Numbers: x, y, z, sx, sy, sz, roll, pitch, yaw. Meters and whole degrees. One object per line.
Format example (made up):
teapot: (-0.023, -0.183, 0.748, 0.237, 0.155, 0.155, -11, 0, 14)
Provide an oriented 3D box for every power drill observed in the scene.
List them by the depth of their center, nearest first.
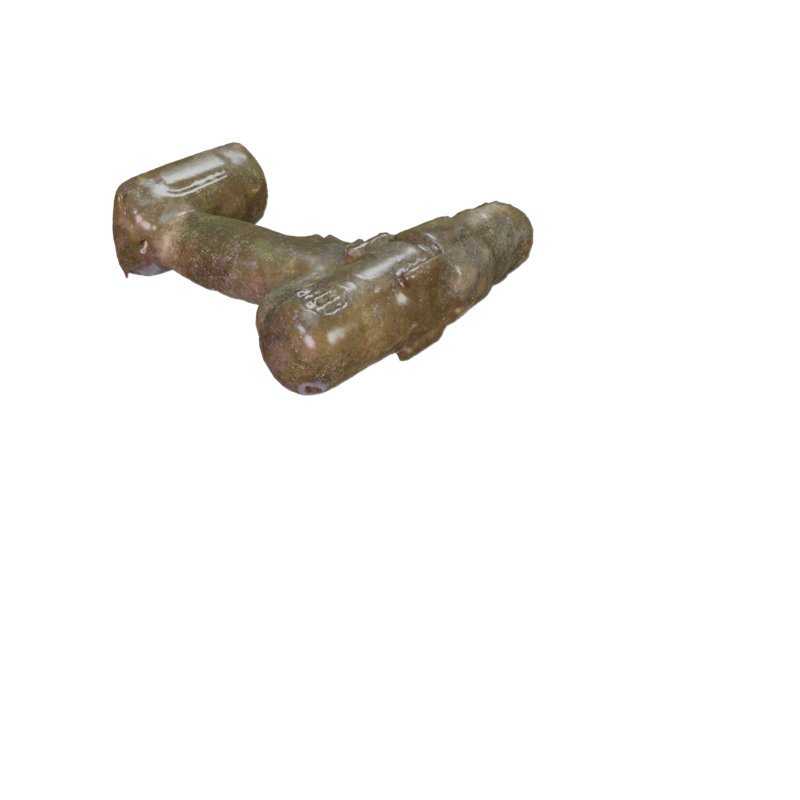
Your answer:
power drill: (-0.046, -0.084, 0.589, 0.199, 0.054, 0.184, 24, 38, 34)
